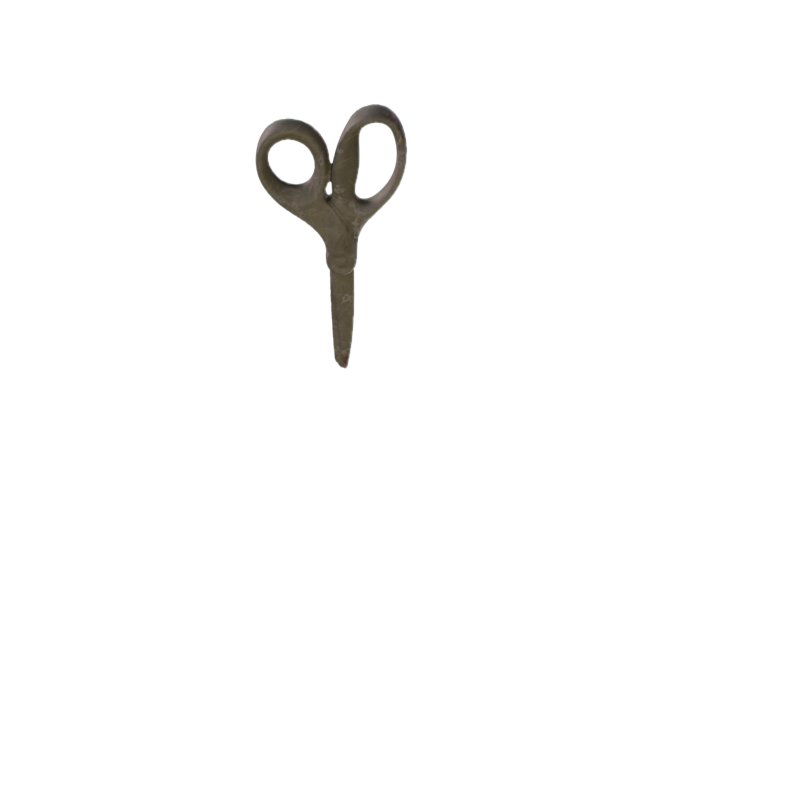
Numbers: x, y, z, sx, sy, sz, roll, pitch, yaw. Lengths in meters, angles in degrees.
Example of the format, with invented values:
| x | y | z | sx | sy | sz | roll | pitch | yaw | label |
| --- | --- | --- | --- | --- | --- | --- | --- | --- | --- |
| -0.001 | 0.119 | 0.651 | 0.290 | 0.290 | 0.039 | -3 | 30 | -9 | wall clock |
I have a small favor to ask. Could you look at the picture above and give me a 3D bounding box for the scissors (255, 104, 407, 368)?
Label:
| x | y | z | sx | sy | sz | roll | pitch | yaw | label |
| --- | --- | --- | --- | --- | --- | --- | --- | --- | --- |
| -0.053 | -0.097 | 0.680 | 0.094 | 0.191 | 0.017 | 13 | 41 | -11 | scissors |
